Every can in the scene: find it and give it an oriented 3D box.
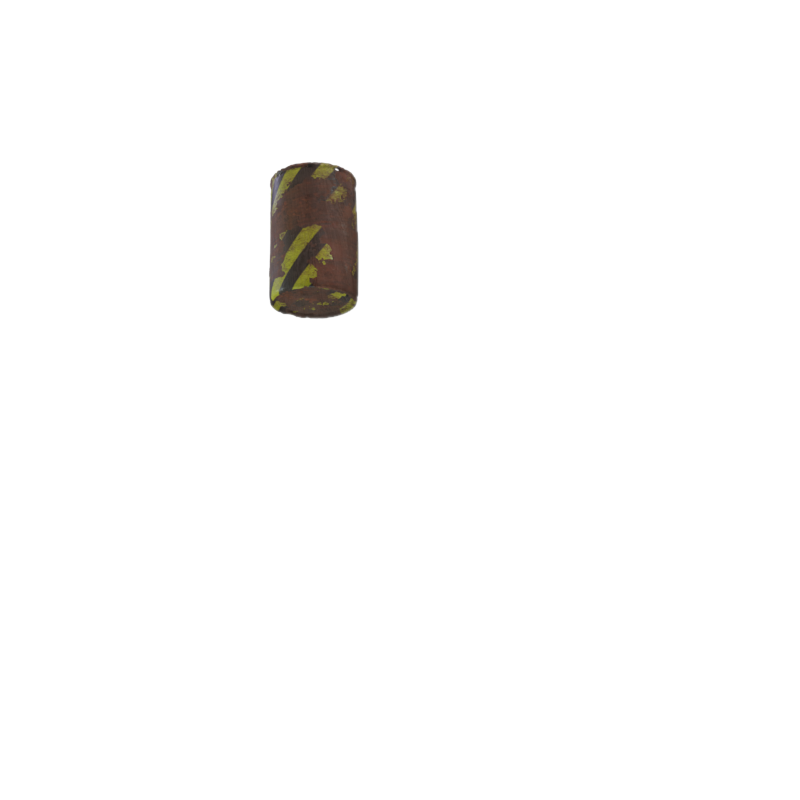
[{"bbox_3d":[-0.066,-0.121,0.847,0.068,0.108,0.065,0,-22,-2],"label":"can"}]
